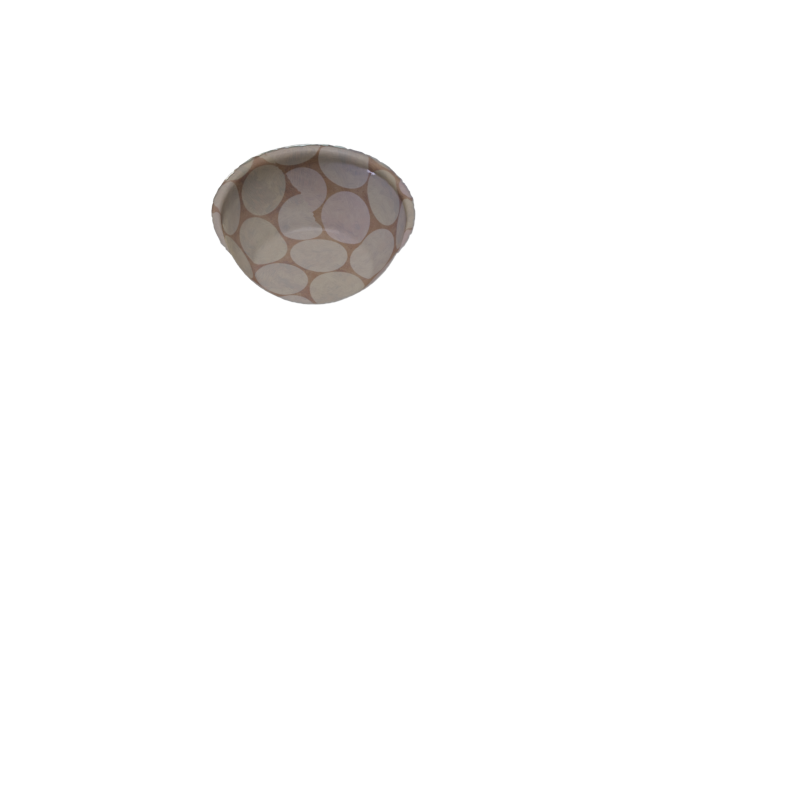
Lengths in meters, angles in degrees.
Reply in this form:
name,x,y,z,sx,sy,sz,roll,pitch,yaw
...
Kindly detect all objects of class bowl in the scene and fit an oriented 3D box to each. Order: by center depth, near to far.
name,x,y,z,sx,sy,sz,roll,pitch,yaw
bowl,-0.068,-0.123,0.864,0.162,0.059,0.151,1,-37,-2
